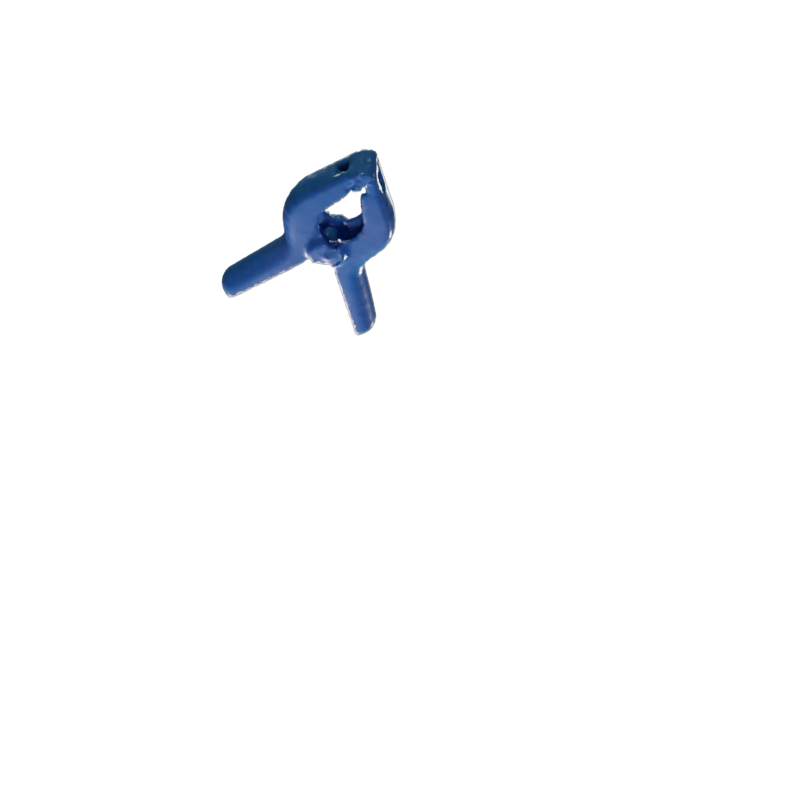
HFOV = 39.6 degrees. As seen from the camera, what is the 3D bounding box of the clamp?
[{"bbox_3d":[-0.062,-0.113,0.794,0.118,0.042,0.162,8,-42,-9],"label":"clamp"}]
